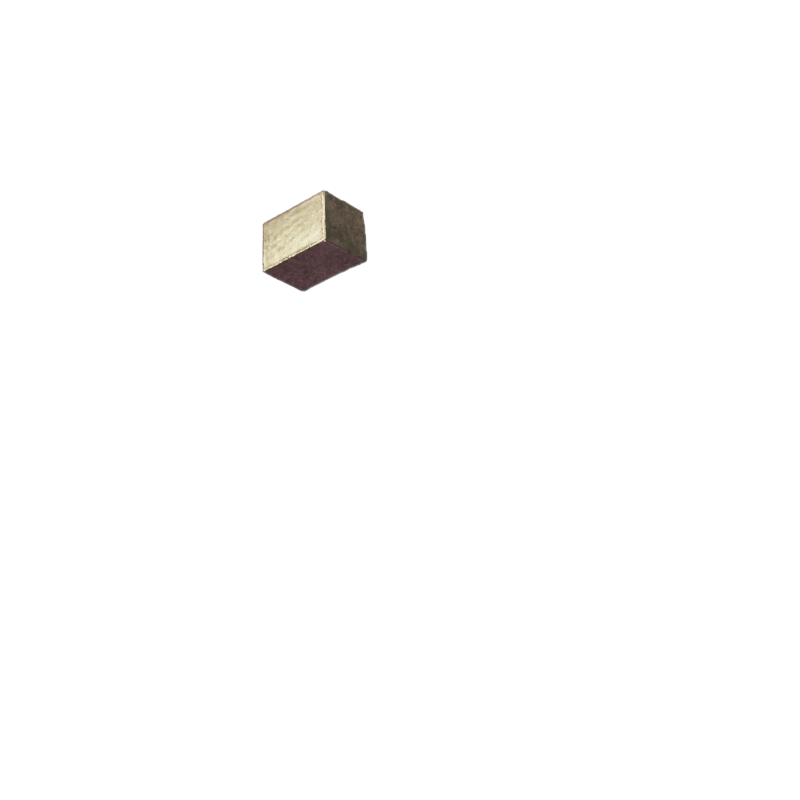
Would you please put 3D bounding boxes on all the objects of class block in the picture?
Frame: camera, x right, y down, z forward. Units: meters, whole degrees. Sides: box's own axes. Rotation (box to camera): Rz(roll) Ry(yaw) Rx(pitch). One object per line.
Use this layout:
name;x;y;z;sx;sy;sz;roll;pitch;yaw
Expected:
block;-0.074;-0.136;0.951;0.078;0.054;0.049;-22;-34;36
